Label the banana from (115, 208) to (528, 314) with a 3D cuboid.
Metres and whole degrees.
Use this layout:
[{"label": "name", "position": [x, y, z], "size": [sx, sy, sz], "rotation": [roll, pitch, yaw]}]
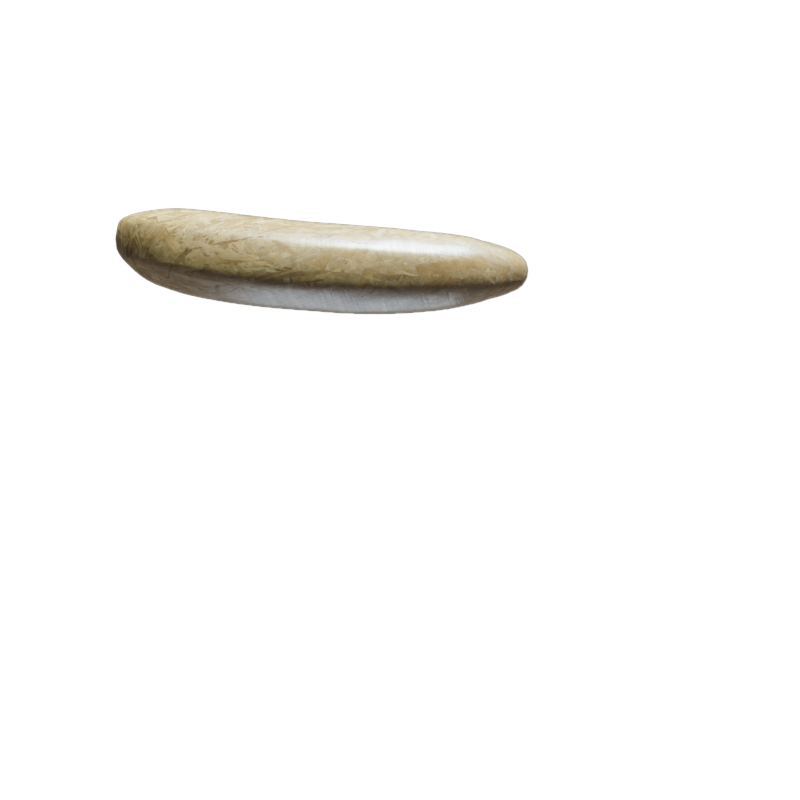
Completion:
[{"label": "banana", "position": [-0.048, -0.064, 0.481], "size": [0.204, 0.035, 0.071], "rotation": [10, 26, 19]}]
